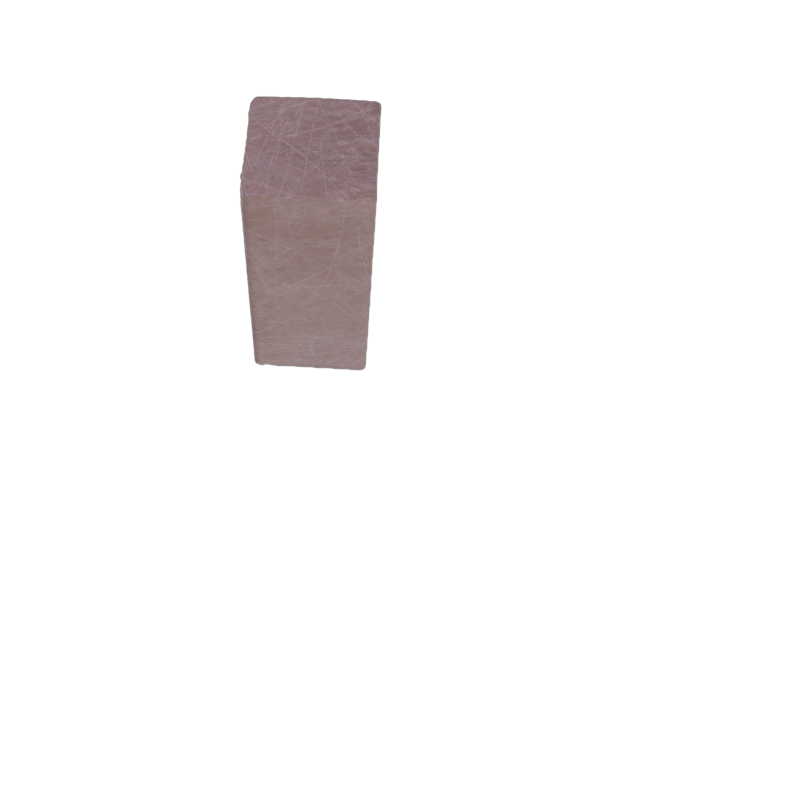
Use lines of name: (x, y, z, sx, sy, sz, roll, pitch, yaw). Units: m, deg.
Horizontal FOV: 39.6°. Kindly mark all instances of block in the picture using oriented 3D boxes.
block: (-0.064, -0.115, 0.803, 0.090, 0.097, 0.193, 3, -32, -2)
